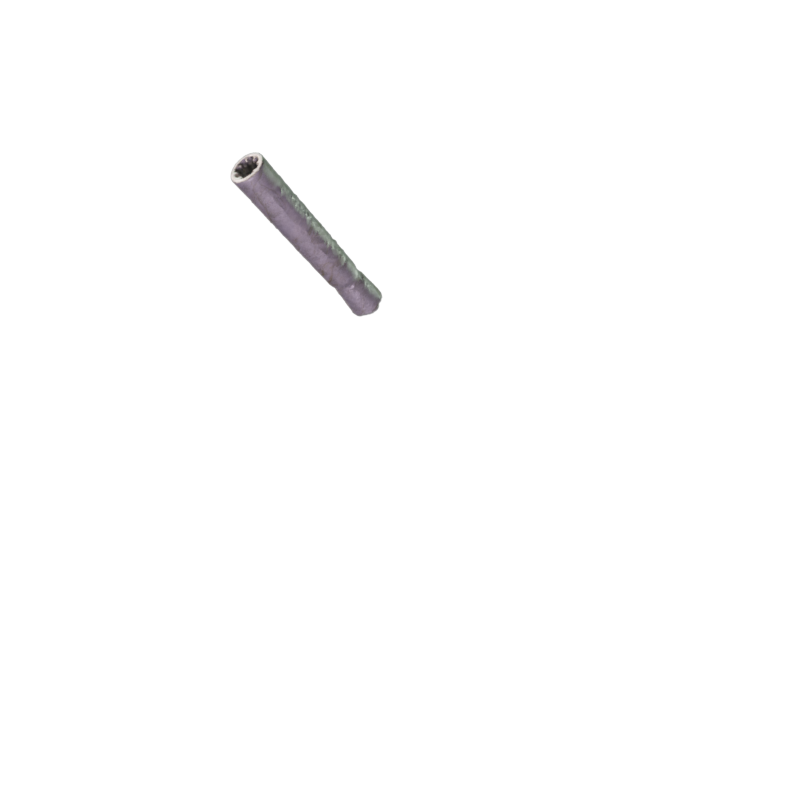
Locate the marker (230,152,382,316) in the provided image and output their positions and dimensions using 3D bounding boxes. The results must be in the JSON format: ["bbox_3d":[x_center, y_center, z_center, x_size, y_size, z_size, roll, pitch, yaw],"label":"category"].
[{"bbox_3d":[-0.044,-0.080,0.558,0.021,0.020,0.112,3,-31,39],"label":"marker"}]
